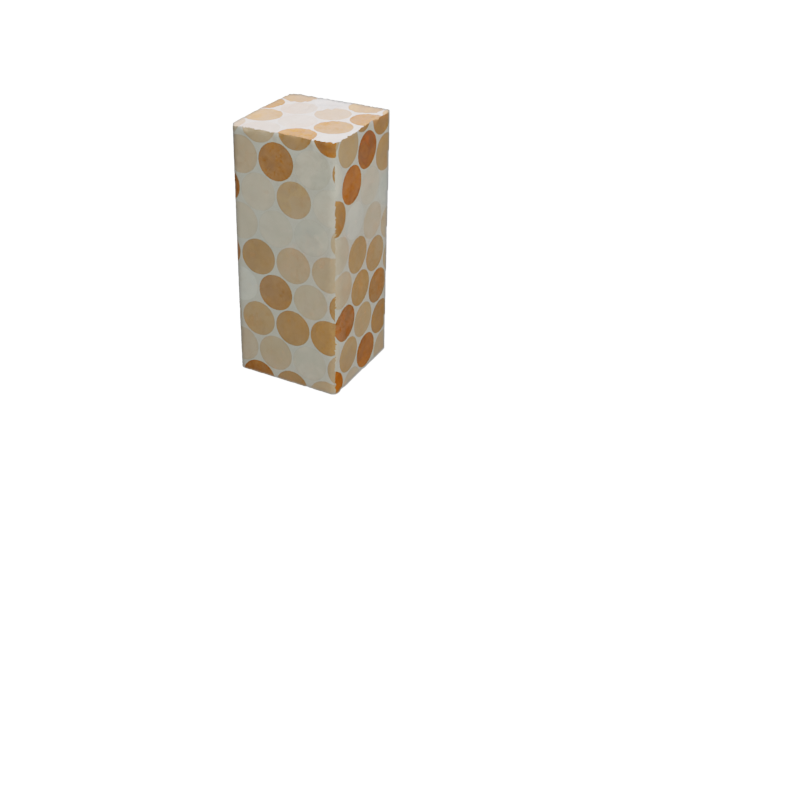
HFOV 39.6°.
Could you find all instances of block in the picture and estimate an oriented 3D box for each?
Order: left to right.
[{"bbox_3d":[-0.068,-0.123,0.864,0.095,0.195,0.091,15,30,24],"label":"block"}]
